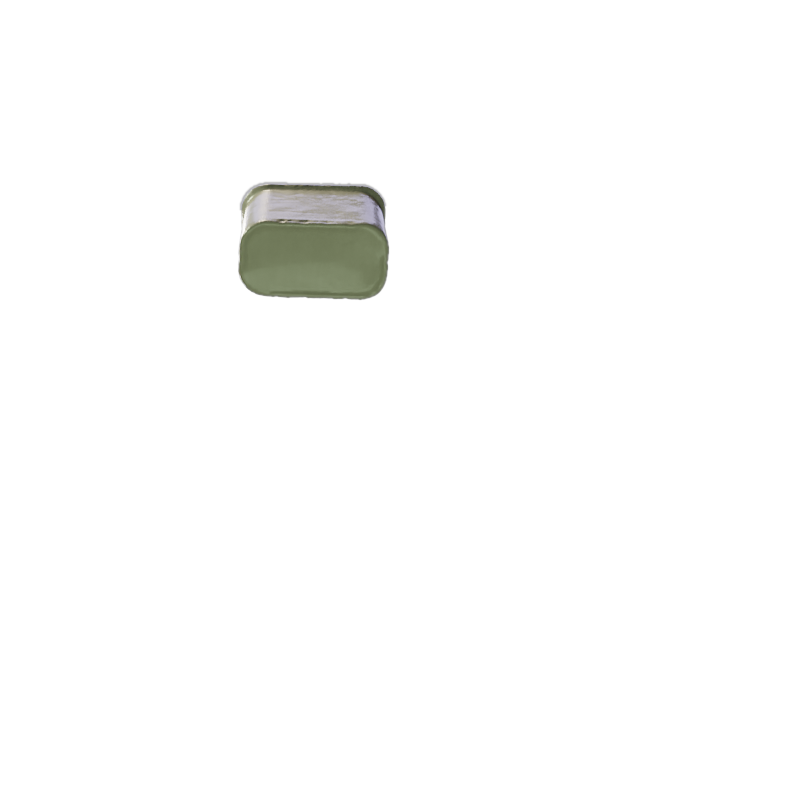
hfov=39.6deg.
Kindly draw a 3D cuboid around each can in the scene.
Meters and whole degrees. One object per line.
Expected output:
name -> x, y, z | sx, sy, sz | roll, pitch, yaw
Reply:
can -> -0.058, -0.106, 0.745 | 0.102, 0.055, 0.088 | 1, 24, -2
